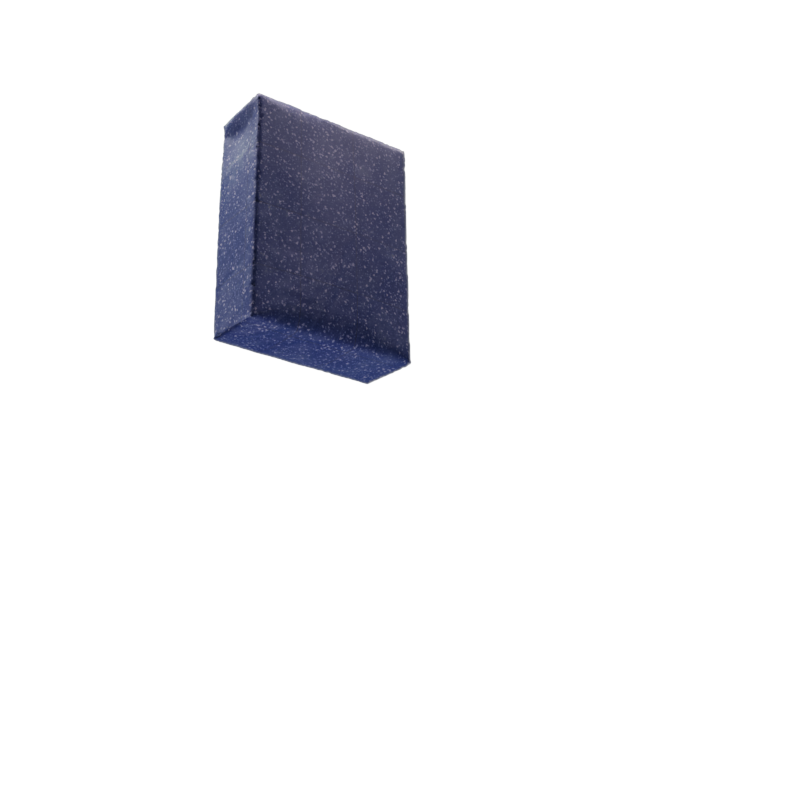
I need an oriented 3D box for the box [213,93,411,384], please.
[{"bbox_3d":[-0.075,-0.137,0.962,0.156,0.226,0.071,16,-31,-33],"label":"box"}]
